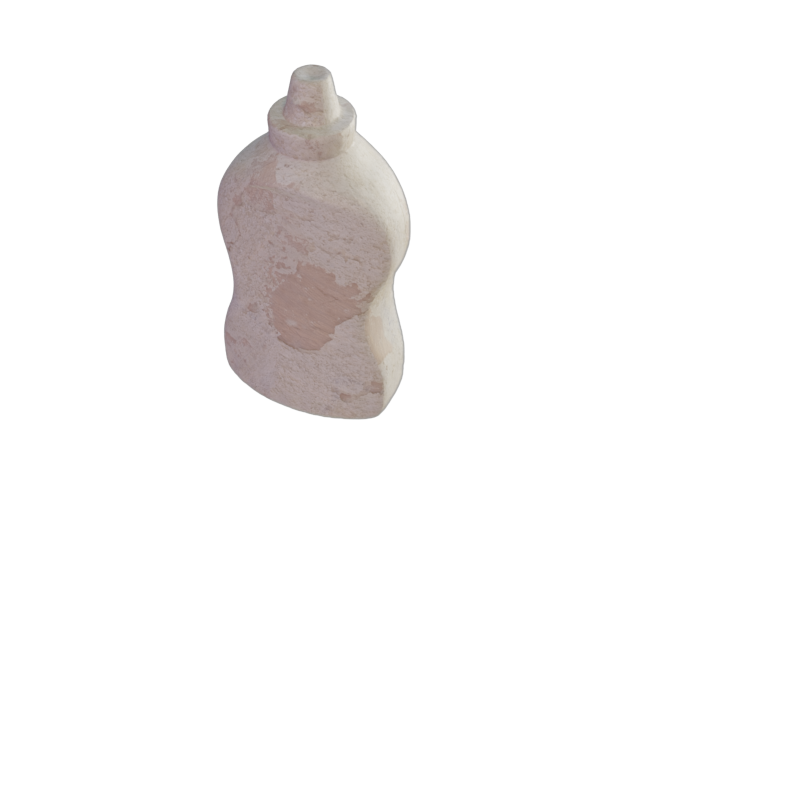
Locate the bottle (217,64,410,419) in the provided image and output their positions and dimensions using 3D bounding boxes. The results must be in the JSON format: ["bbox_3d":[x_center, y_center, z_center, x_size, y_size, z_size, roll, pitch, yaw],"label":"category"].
[{"bbox_3d":[-0.043,-0.078,0.549,0.100,0.179,0.060,20,44,18],"label":"bottle"}]
